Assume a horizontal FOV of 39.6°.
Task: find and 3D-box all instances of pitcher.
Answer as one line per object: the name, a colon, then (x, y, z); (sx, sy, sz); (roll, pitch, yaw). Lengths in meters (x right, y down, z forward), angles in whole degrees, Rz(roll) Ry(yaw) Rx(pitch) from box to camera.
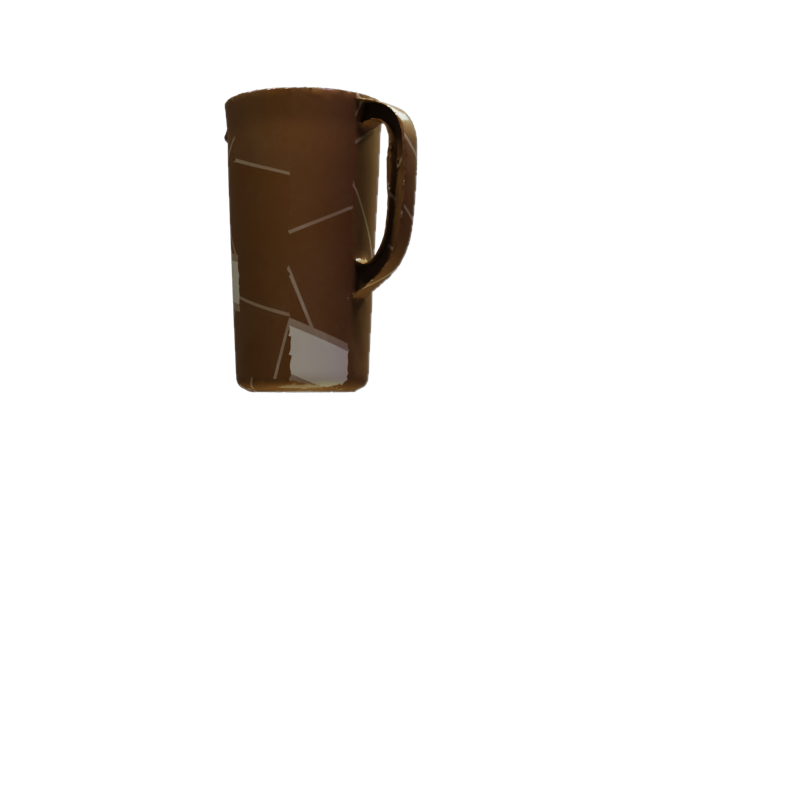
pitcher: (-0.071, -0.129, 0.904); (0.143, 0.247, 0.149); (1, -4, -11)
